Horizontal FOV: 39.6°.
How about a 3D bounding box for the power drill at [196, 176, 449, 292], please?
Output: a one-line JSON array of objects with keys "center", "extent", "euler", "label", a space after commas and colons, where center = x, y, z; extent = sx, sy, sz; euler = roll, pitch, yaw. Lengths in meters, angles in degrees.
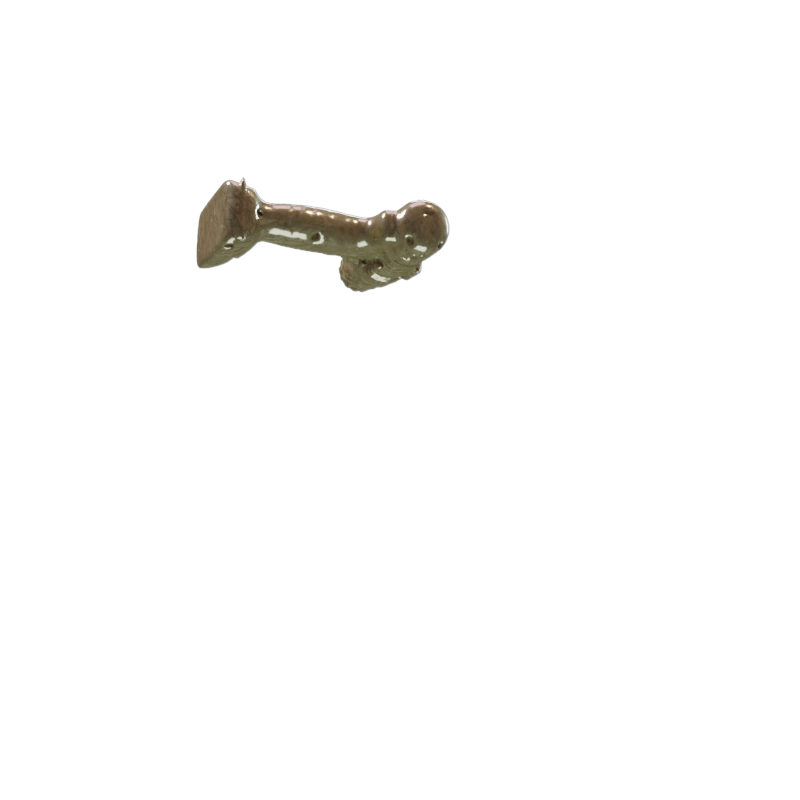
[{"center": [-0.073, -0.134, 0.937], "extent": [0.183, 0.059, 0.183], "euler": [3, -11, -19], "label": "power drill"}]
